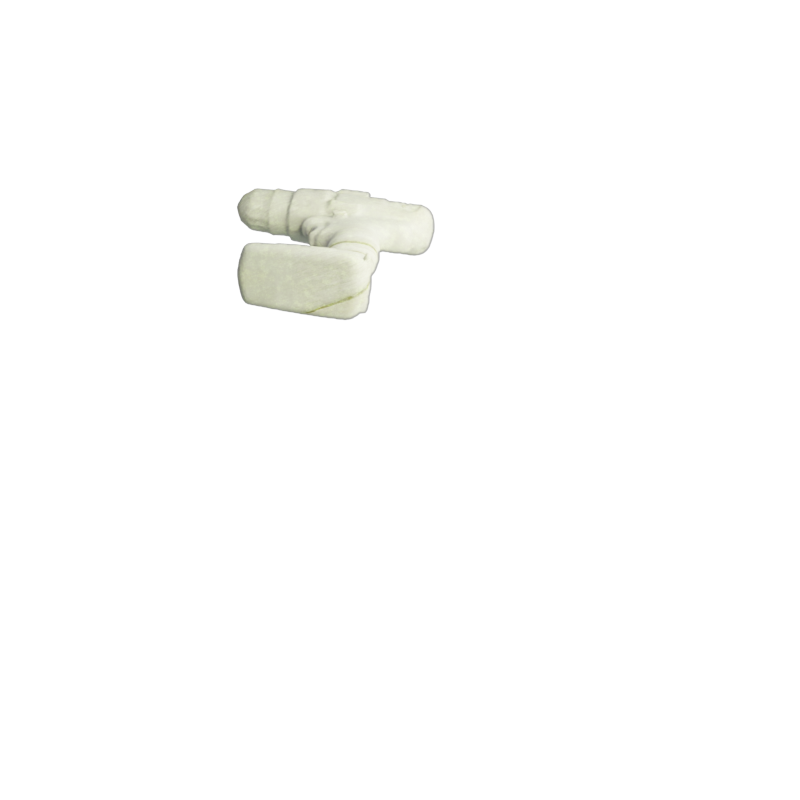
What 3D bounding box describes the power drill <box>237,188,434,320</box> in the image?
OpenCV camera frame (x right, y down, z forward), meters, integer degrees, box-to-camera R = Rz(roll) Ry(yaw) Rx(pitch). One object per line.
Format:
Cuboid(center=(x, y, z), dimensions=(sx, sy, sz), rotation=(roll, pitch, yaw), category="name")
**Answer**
Cuboid(center=(-0.075, -0.136, 0.954), dimensions=(0.188, 0.054, 0.194), rotation=(7, 28, 12), category="power drill")
